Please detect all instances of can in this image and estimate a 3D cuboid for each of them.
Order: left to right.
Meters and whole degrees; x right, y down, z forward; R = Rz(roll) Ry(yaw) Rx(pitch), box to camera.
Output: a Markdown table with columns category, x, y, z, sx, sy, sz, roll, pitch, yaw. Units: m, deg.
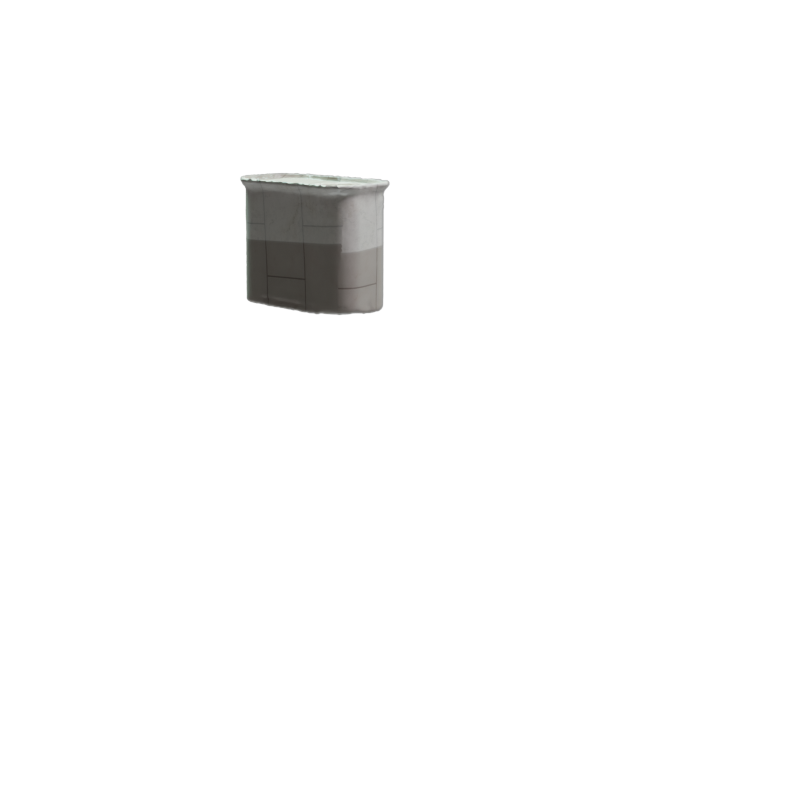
| category | x | y | z | sx | sy | sz | roll | pitch | yaw |
| --- | --- | --- | --- | --- | --- | --- | --- | --- | --- |
| can | -0.057 | -0.104 | 0.727 | 0.107 | 0.082 | 0.056 | 11 | 15 | 41 |
